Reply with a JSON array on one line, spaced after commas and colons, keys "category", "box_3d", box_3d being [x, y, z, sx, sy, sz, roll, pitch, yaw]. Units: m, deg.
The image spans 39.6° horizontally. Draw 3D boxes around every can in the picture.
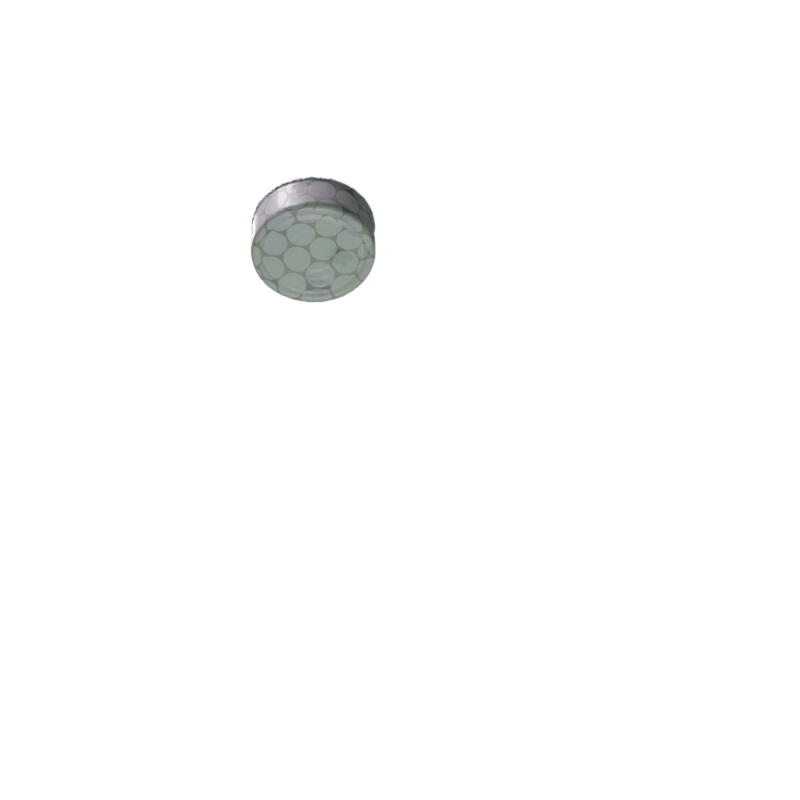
[{"category": "can", "box_3d": [-0.059, -0.108, 0.756, 0.086, 0.080, 0.036, 1, 42, -1]}]
